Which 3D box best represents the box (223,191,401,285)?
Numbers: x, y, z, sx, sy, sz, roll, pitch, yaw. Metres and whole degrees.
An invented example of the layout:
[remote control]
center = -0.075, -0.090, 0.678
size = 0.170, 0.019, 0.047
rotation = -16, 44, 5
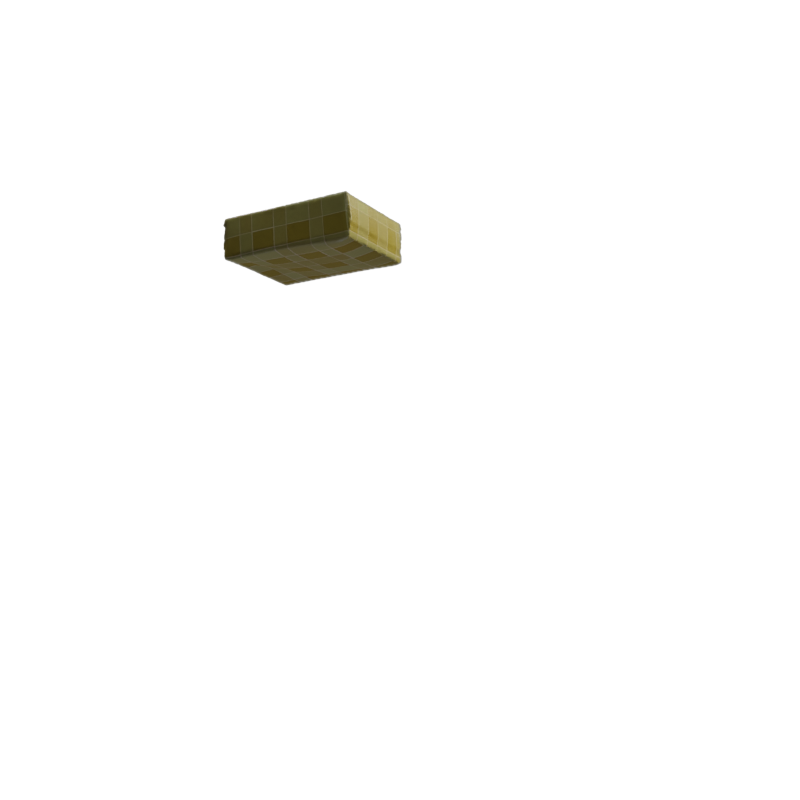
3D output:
[box]
center = -0.068, -0.124, 0.867
size = 0.116, 0.040, 0.085
rotation = -5, -11, 28
